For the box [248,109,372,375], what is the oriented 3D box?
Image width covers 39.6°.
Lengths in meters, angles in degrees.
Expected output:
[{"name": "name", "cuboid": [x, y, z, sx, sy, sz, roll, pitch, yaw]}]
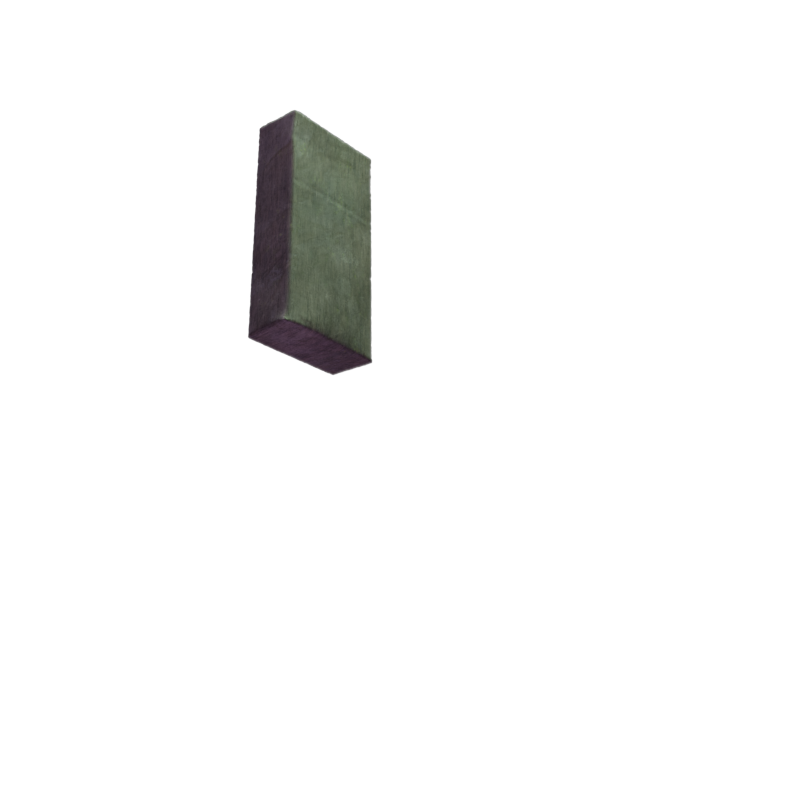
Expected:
[{"name": "box", "cuboid": [-0.065, -0.117, 0.823, 0.048, 0.187, 0.087, -24, -35, 34]}]
